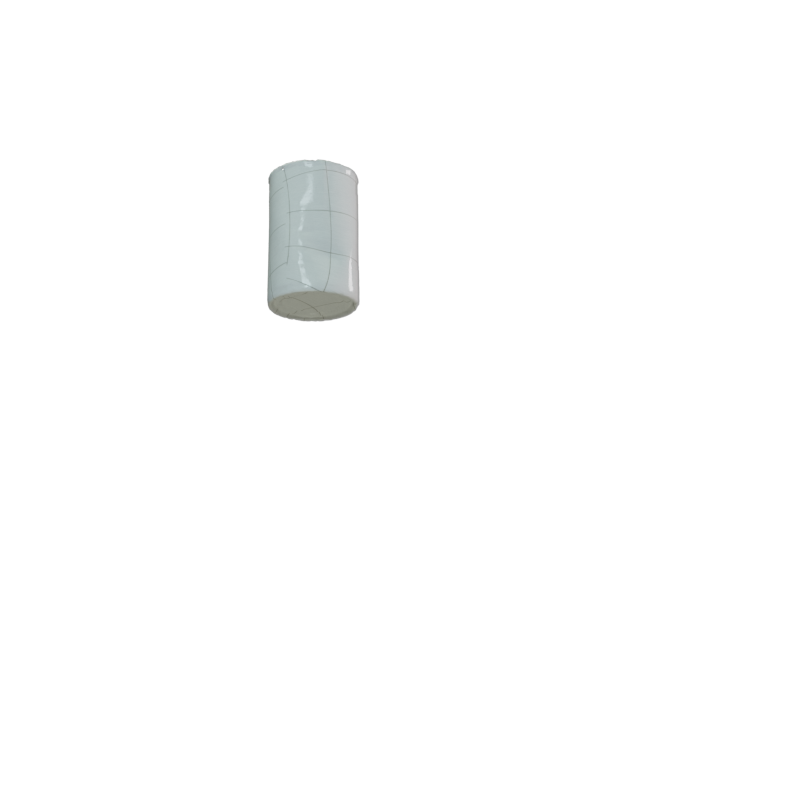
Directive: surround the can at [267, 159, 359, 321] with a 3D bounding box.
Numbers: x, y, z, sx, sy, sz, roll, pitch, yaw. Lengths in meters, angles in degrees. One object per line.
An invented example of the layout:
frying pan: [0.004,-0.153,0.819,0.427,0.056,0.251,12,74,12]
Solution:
can: [-0.064,-0.116,0.815,0.068,0.107,0.065,0,-20,-2]
